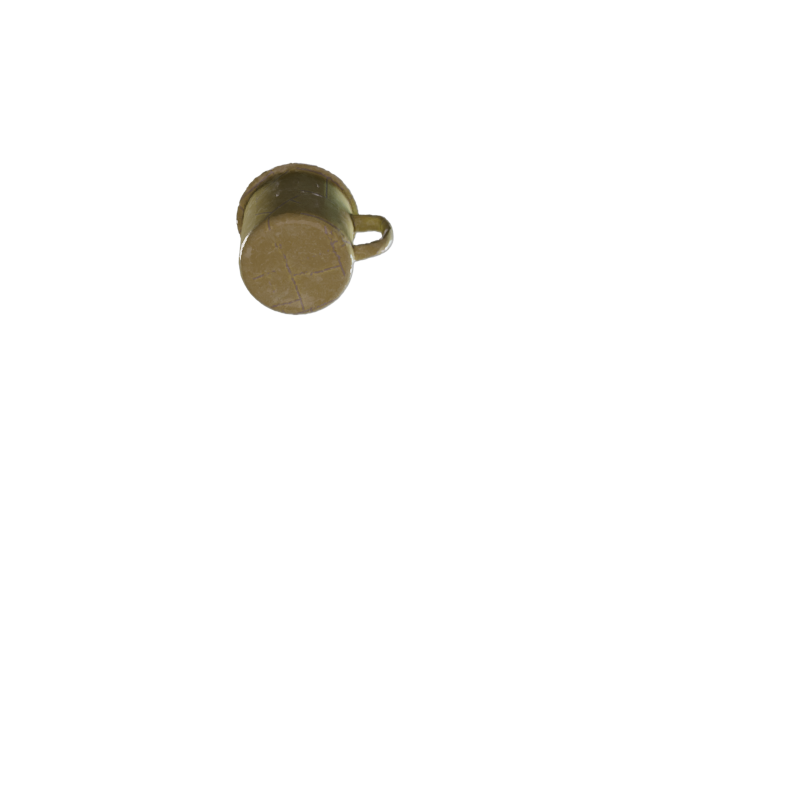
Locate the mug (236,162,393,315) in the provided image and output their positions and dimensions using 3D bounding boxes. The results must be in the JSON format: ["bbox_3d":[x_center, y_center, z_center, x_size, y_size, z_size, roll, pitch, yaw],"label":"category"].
[{"bbox_3d":[-0.063,-0.115,0.807,0.117,0.088,0.087,-2,30,-1],"label":"mug"}]
